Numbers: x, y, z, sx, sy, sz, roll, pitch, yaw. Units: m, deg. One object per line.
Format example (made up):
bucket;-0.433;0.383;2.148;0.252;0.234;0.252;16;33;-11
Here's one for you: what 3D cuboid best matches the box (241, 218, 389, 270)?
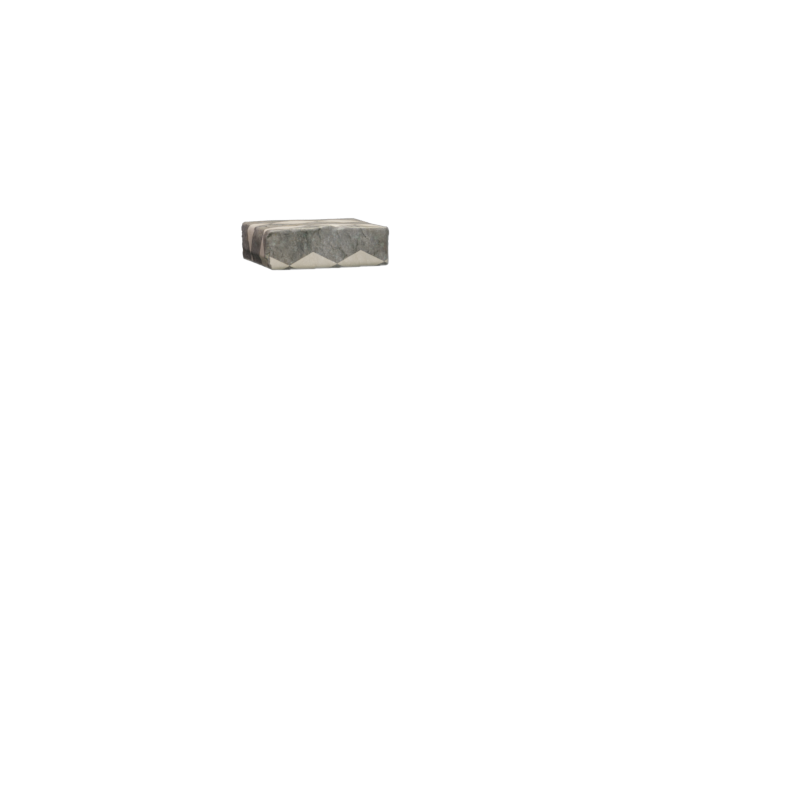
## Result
box;-0.062;-0.112;0.785;0.087;0.029;0.076;-4;14;-19
